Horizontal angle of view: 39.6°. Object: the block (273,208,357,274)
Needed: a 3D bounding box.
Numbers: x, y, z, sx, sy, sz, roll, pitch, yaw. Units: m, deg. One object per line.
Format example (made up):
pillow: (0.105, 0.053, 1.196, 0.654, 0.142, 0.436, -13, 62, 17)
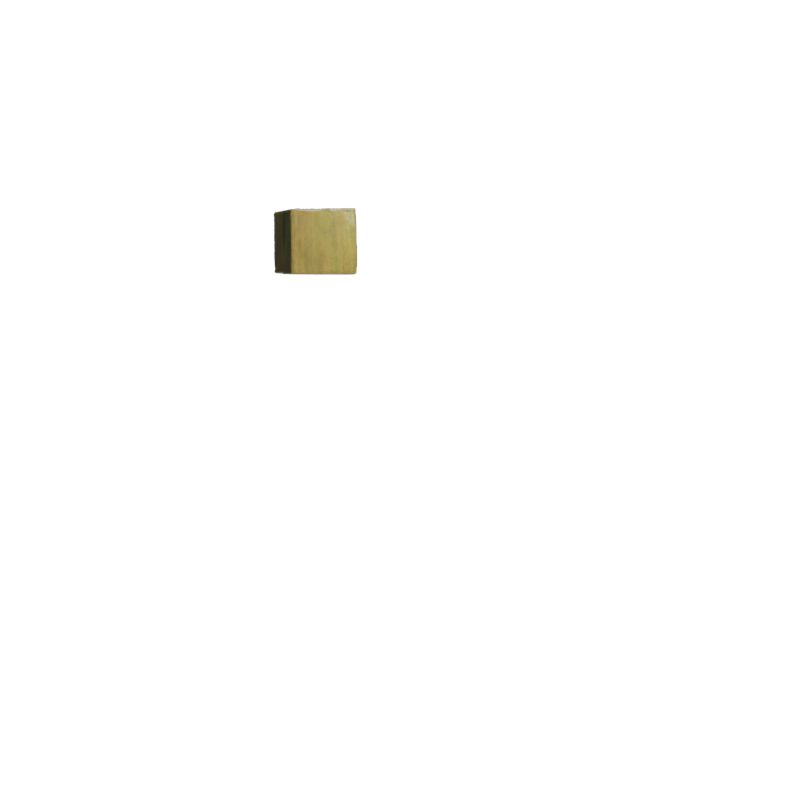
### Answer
block: (-0.069, -0.125, 0.877, 0.052, 0.051, 0.080, -1, 5, -16)
